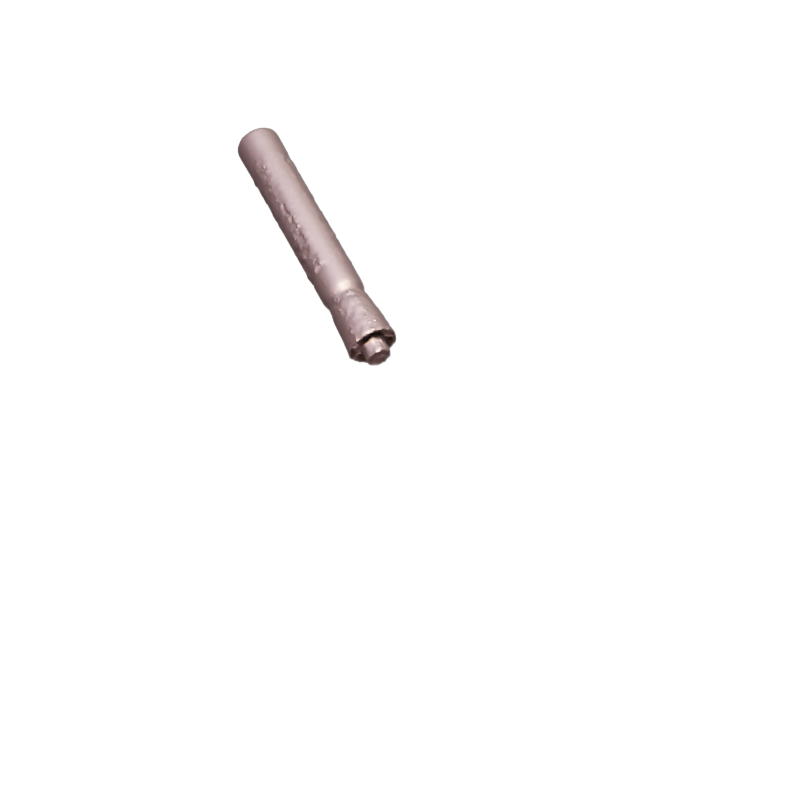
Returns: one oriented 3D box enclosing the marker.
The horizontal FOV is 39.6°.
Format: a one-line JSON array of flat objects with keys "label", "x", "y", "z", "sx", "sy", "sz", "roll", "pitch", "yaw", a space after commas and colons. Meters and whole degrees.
[{"label": "marker", "x": -0.034, "y": -0.062, "z": 0.434, "sx": 0.019, "sy": 0.131, "sz": 0.019, "roll": -2, "pitch": -43, "yaw": -34}]
